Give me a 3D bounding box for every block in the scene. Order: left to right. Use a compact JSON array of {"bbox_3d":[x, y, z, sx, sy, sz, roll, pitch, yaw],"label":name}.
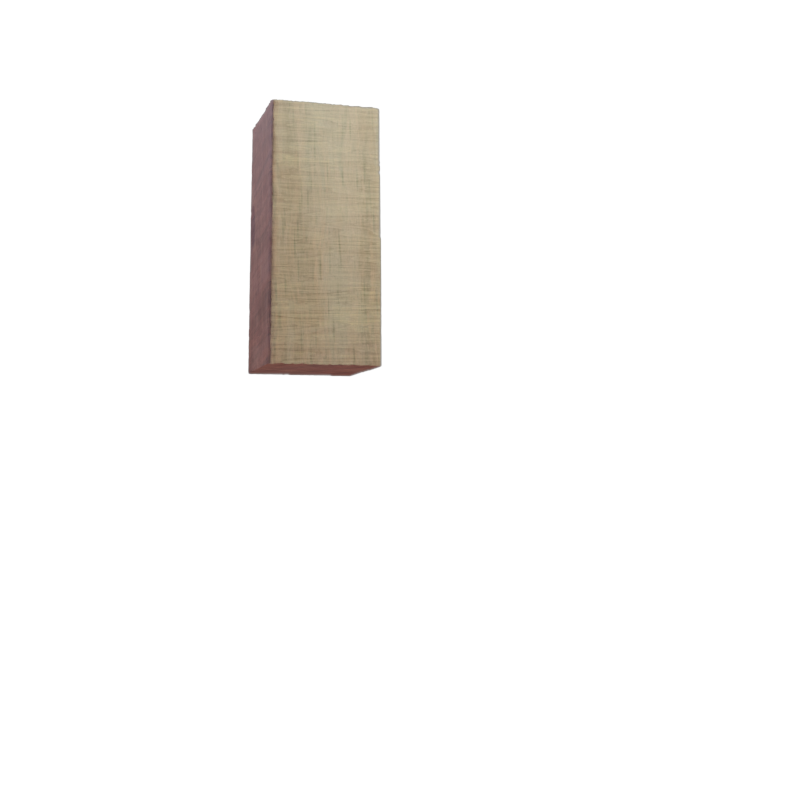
[{"bbox_3d":[-0.070,-0.127,0.891,0.089,0.212,0.090,2,-11,-16],"label":"block"}]
